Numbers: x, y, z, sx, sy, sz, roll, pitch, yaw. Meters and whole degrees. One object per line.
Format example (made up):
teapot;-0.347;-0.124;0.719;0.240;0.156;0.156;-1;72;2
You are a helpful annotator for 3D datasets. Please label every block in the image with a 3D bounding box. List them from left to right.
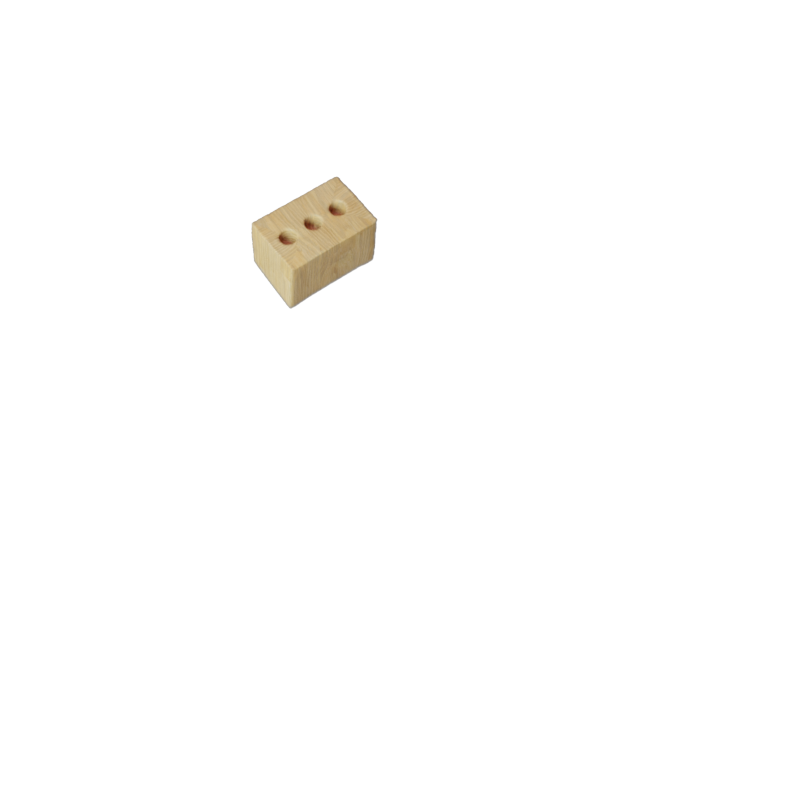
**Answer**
block;-0.064;-0.116;0.814;0.078;0.056;0.048;-33;-24;-19
